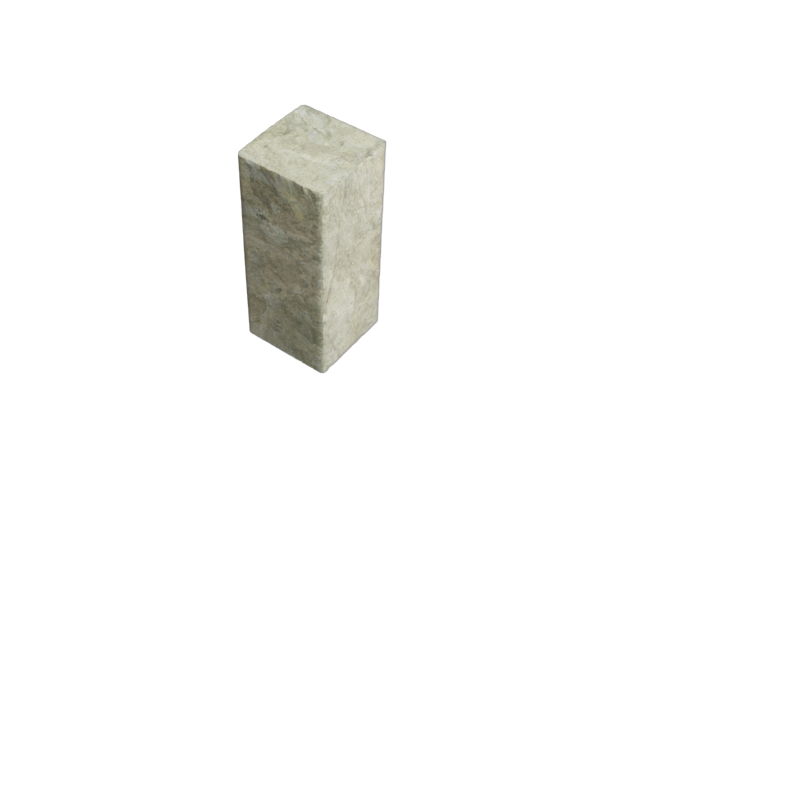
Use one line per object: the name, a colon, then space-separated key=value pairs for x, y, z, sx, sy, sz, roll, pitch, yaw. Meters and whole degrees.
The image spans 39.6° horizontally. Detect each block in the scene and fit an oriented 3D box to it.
block: x=-0.076 y=-0.137 z=0.958 sx=0.095 sy=0.192 sz=0.092 roll=29 pitch=51 yaw=23
